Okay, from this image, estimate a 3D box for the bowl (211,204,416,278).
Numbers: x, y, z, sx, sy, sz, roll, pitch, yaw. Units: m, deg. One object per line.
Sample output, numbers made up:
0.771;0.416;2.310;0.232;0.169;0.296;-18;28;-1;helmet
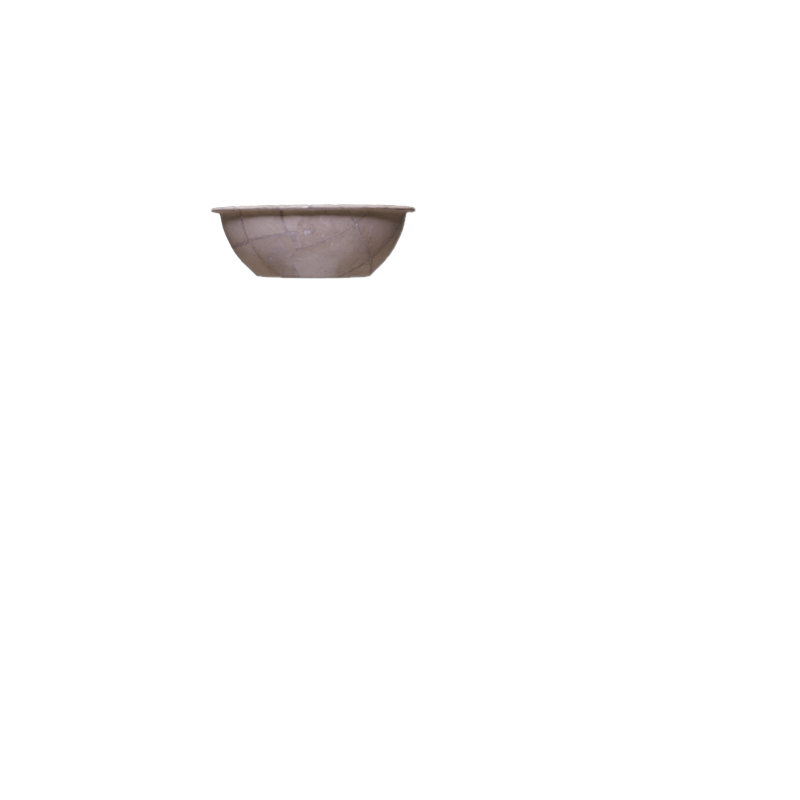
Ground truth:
-0.069;-0.125;0.877;0.162;0.055;0.164;0;8;-2;bowl
